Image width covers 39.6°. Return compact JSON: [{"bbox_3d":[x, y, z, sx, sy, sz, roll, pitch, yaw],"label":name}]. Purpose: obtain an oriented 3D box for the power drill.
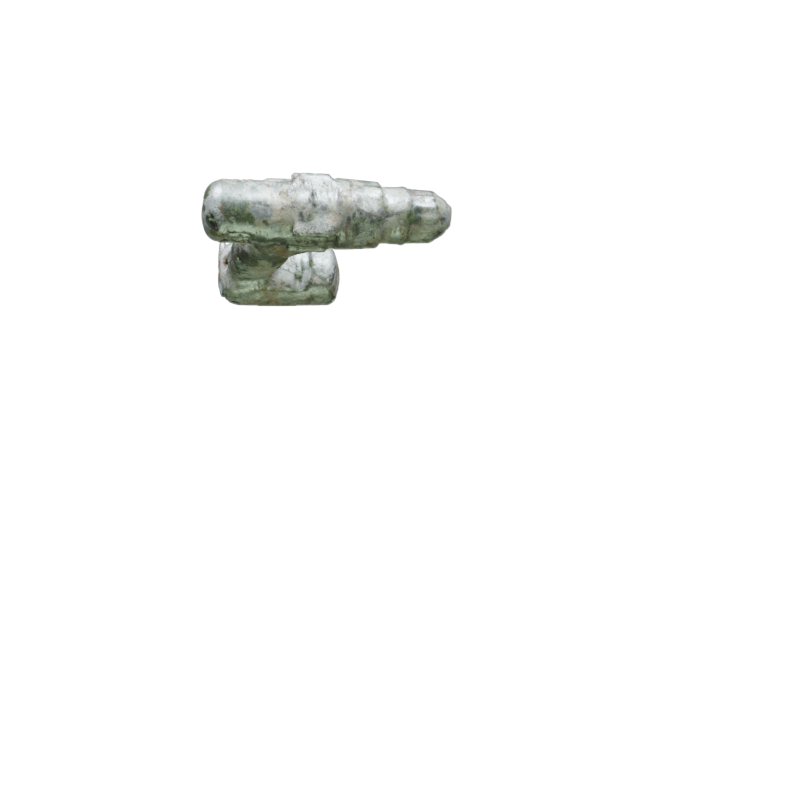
[{"bbox_3d":[-0.069,-0.125,0.875,0.182,0.060,0.183,3,-14,-11],"label":"power drill"}]
